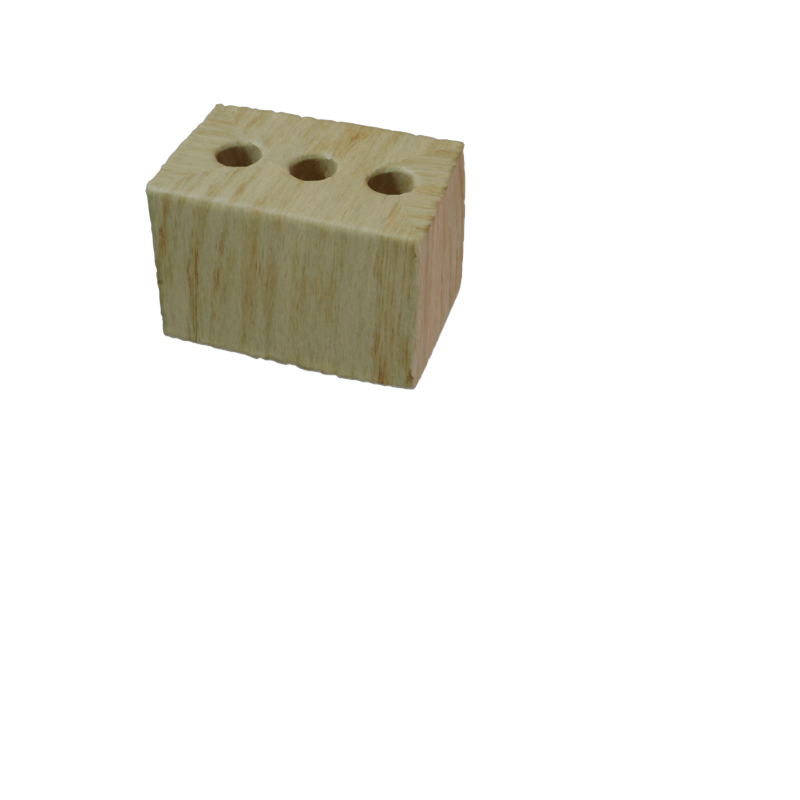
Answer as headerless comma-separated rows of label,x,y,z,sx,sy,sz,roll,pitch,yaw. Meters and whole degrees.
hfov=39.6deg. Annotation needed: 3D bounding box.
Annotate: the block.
block,-0.025,-0.045,0.313,0.080,0.048,0.055,12,39,13
